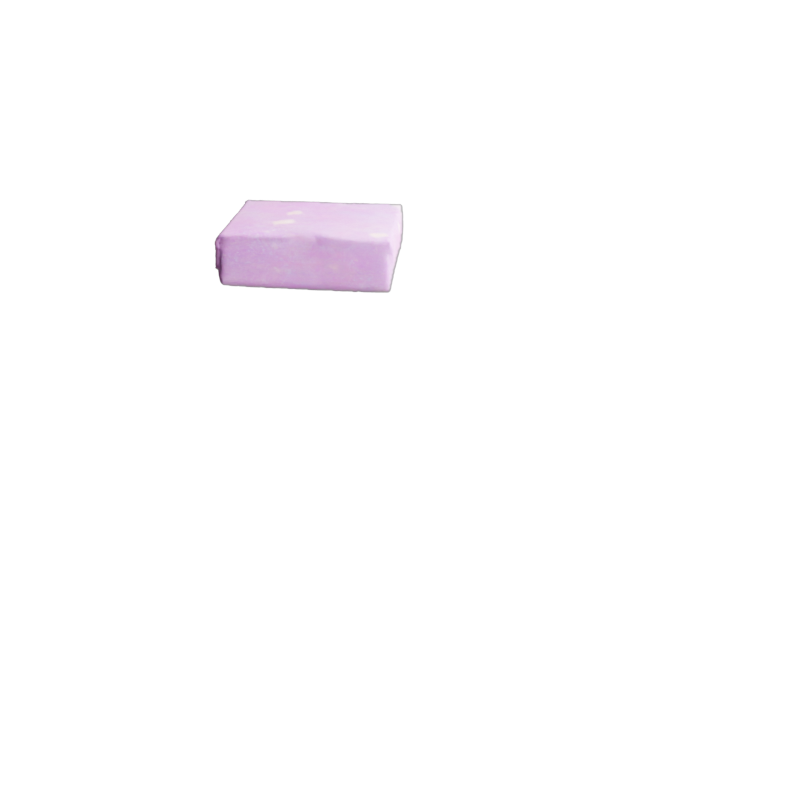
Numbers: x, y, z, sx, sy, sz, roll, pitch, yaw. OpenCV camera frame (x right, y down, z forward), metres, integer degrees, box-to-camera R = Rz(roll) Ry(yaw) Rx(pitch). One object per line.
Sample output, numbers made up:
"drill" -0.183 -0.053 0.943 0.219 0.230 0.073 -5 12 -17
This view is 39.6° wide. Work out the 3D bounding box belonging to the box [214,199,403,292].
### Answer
"box" -0.045 -0.083 0.578 0.090 0.029 0.076 3 23 6
